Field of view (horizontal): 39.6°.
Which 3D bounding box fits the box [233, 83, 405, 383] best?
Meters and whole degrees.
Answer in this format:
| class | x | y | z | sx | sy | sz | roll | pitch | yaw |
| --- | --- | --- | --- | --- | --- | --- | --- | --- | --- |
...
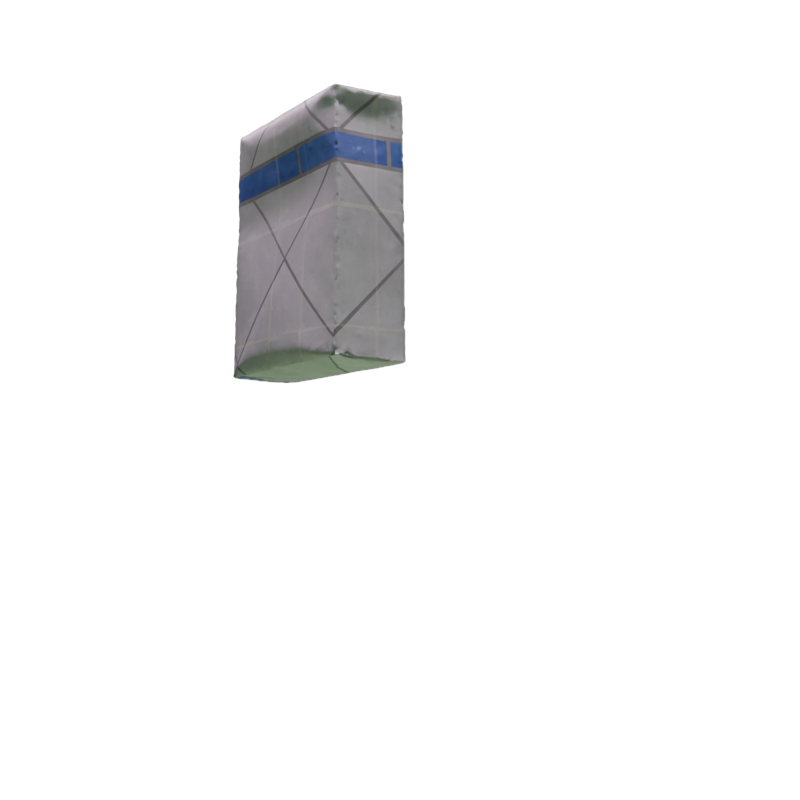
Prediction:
| class | x | y | z | sx | sy | sz | roll | pitch | yaw |
| --- | --- | --- | --- | --- | --- | --- | --- | --- | --- |
| box | -0.070 | -0.128 | 0.897 | 0.069 | 0.220 | 0.167 | 7 | -12 | -34 |
